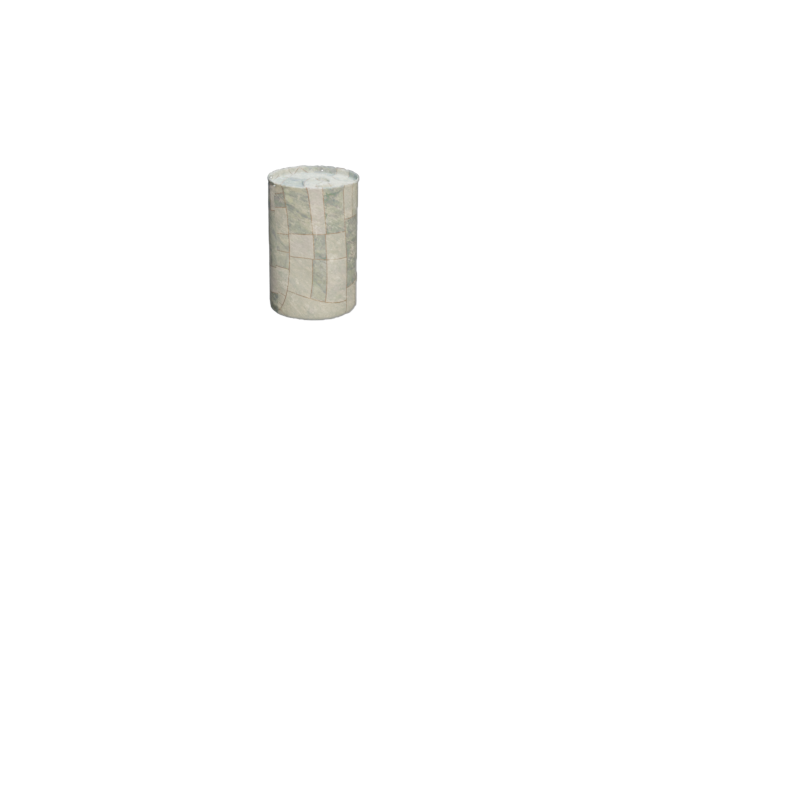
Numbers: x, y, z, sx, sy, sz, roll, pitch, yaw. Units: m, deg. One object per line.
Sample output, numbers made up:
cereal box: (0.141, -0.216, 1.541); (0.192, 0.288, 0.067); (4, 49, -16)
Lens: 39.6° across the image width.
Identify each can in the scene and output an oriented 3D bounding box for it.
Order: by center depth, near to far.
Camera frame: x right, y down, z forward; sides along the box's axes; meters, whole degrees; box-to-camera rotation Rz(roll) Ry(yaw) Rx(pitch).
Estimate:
can: (-0.065, -0.118, 0.830); (0.068, 0.098, 0.072); (0, 20, -2)
